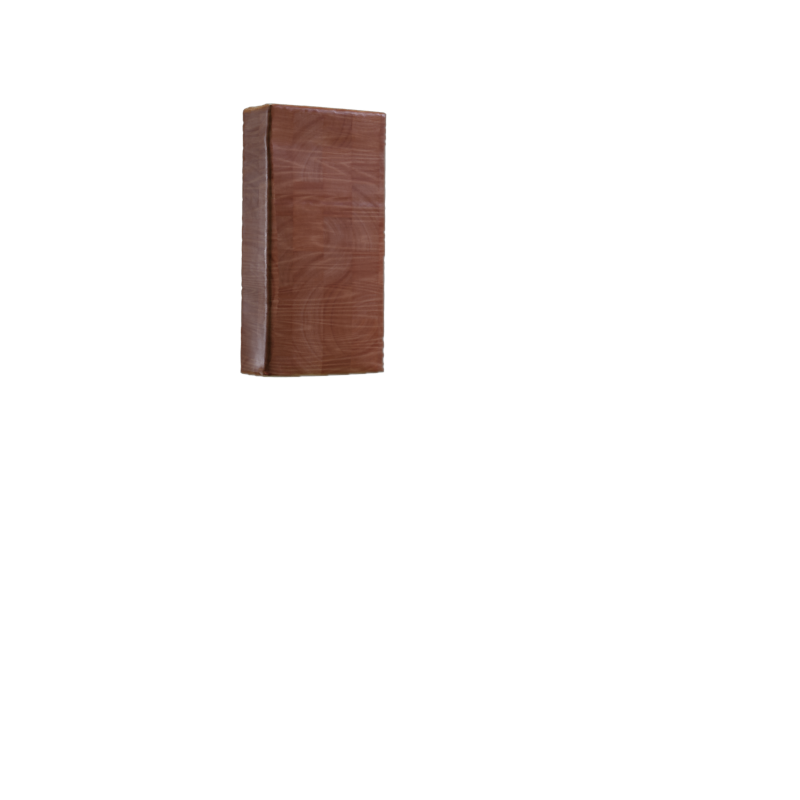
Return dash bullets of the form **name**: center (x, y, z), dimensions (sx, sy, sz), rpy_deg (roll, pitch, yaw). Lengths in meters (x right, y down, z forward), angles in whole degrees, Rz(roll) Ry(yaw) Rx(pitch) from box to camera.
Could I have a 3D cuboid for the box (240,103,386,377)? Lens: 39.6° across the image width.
- **box**: center (-0.058, -0.105, 0.737), dimensions (0.090, 0.177, 0.050), rpy_deg (0, -1, -33)
